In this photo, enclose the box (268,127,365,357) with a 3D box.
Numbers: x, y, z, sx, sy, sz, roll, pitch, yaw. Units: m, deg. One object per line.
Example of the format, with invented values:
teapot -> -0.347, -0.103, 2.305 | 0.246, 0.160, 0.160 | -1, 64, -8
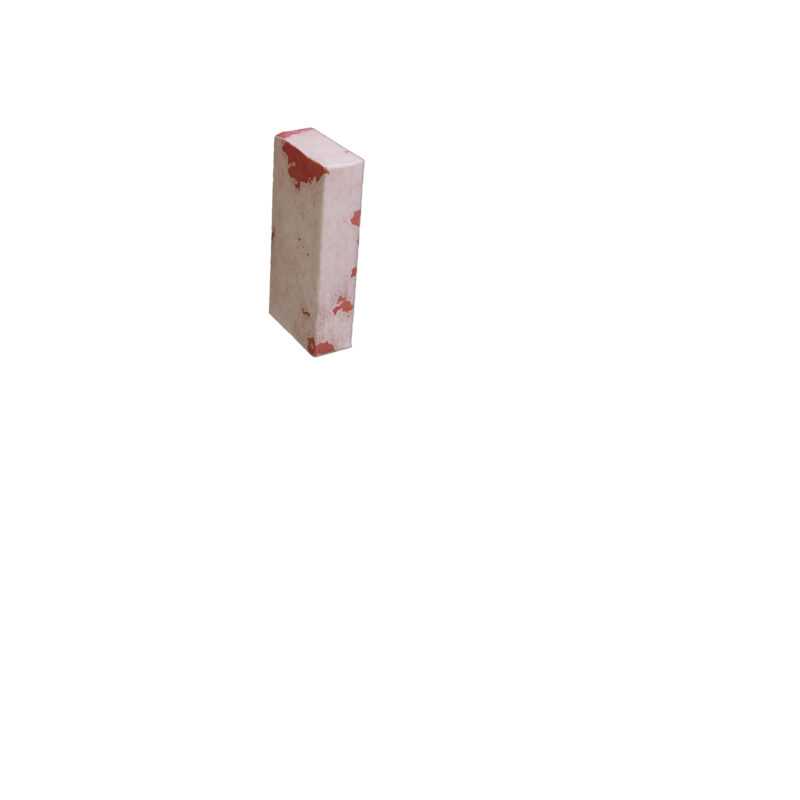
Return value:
box -> -0.075, -0.136, 0.953 | 0.047, 0.167, 0.100 | -13, 31, -28
